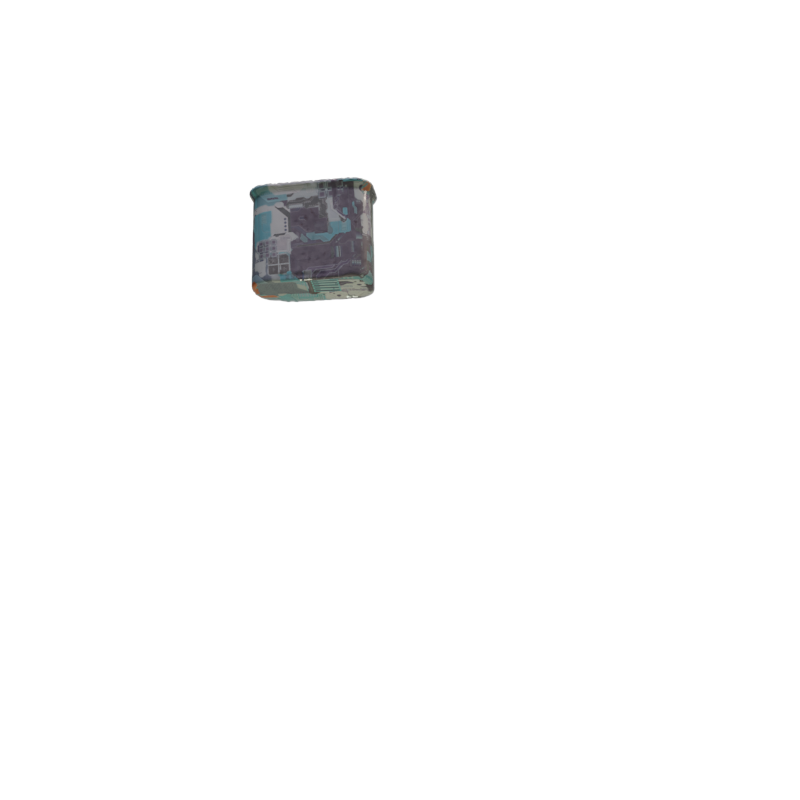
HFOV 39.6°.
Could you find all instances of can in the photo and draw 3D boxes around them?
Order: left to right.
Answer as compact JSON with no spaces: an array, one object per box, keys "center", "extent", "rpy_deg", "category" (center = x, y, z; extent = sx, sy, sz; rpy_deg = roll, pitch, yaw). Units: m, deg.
[{"center":[-0.070,-0.127,0.891],"extent":[0.103,0.088,0.054],"rpy_deg":[-4,-20,9],"category":"can"}]
